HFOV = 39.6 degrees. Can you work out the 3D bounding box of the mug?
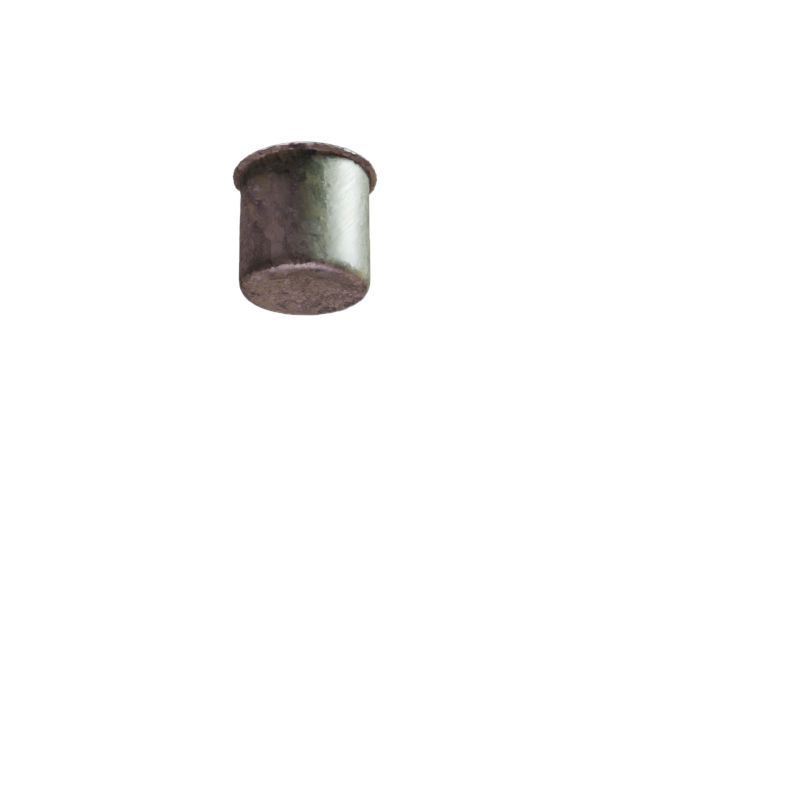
[{"bbox_3d":[-0.055,-0.101,0.707,0.095,0.086,0.109,-10,-23,22],"label":"mug"}]
